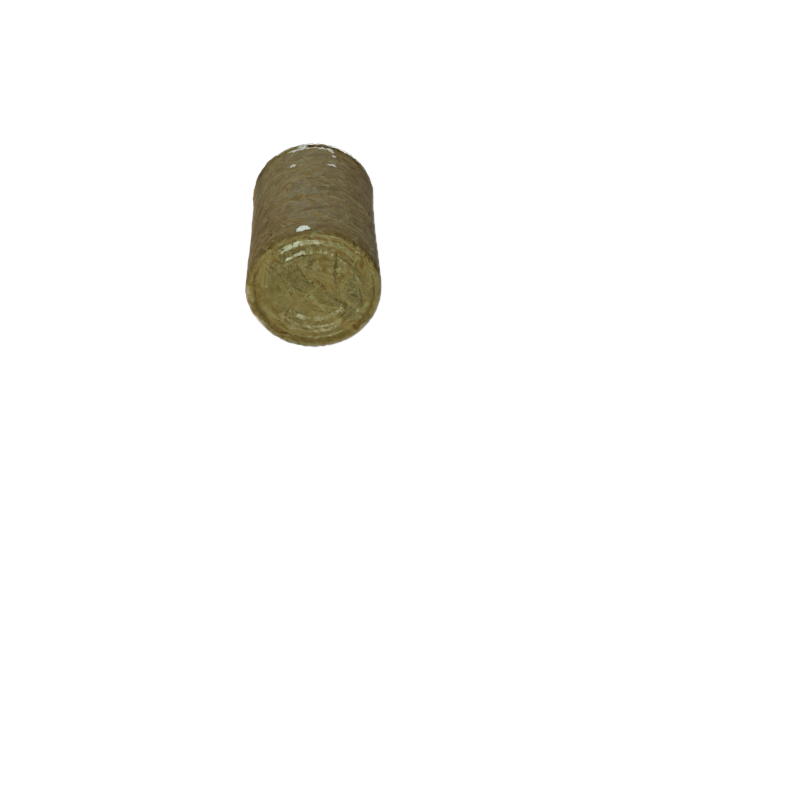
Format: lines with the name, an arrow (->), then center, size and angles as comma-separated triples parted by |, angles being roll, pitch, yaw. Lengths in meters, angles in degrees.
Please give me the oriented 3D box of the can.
can -> -0.045, -0.083, 0.579 | 0.068, 0.064, 0.109 | -1, 34, -3
